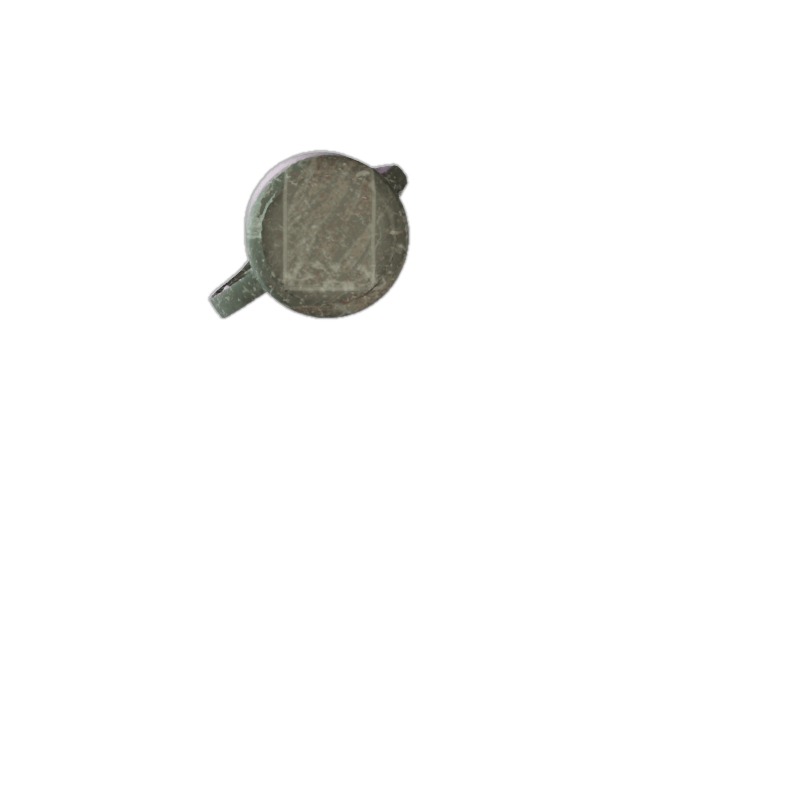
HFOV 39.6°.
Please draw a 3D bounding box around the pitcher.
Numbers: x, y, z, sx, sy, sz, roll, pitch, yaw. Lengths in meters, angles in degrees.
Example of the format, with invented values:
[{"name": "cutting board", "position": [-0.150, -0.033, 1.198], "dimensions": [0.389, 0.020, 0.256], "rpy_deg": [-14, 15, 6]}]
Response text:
[{"name": "pitcher", "position": [-0.065, -0.119, 0.835], "dimensions": [0.144, 0.148, 0.247], "rpy_deg": [11, 7, -5]}]
